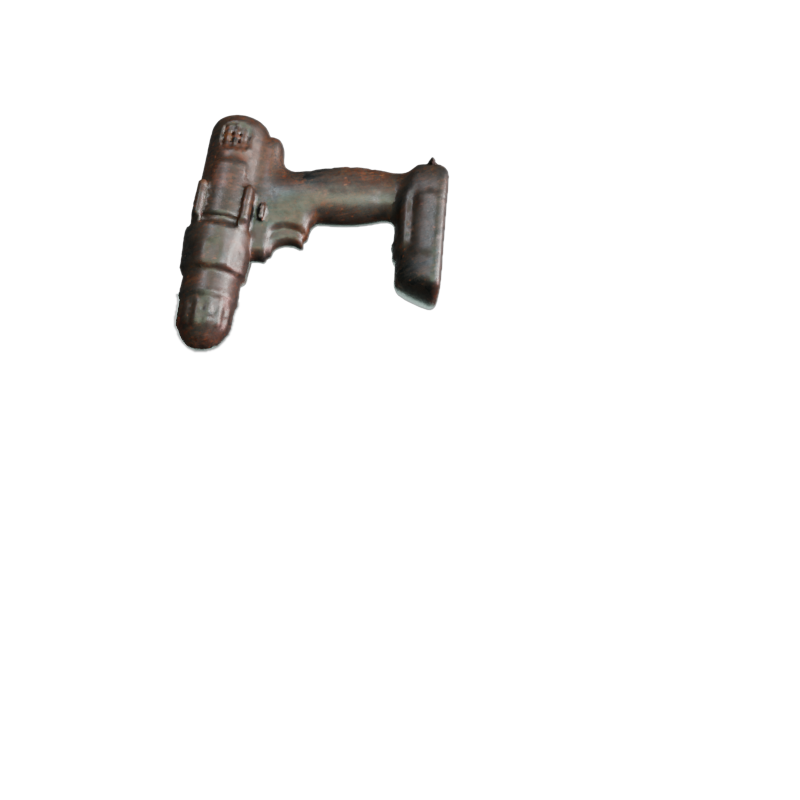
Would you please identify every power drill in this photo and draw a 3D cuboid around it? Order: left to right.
[{"bbox_3d":[-0.063,-0.115,0.802,0.188,0.193,0.055,7,-21,2],"label":"power drill"}]
